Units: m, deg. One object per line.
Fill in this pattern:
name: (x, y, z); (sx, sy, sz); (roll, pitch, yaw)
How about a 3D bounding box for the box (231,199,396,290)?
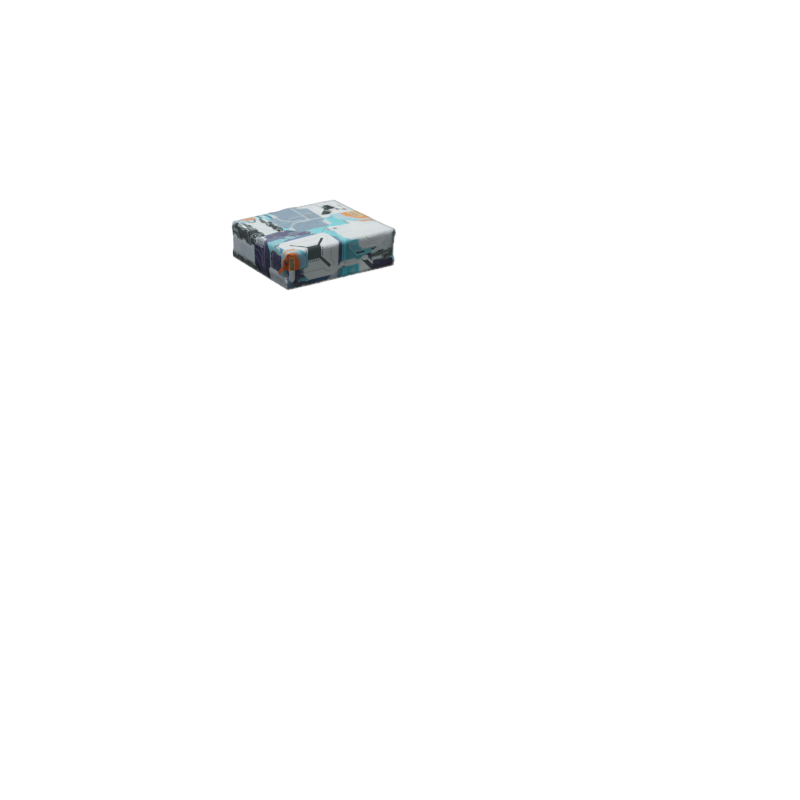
box: (-0.059, -0.108, 0.757); (0.088, 0.029, 0.078); (-18, 32, -31)
